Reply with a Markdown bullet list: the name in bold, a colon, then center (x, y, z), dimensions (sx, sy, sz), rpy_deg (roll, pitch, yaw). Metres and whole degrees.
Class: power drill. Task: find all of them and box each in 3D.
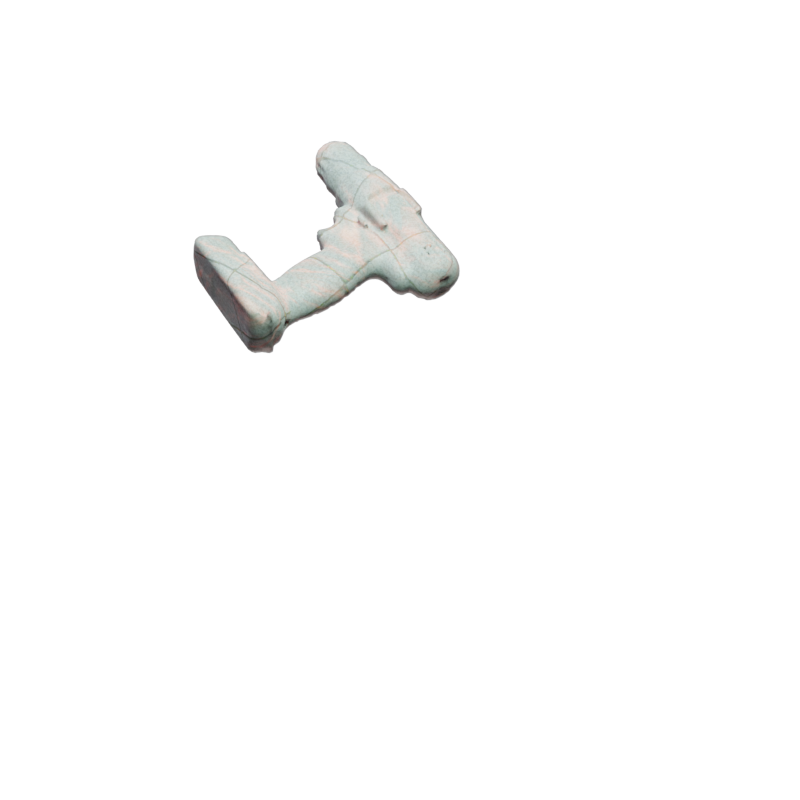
- **power drill**: center (-0.072, -0.130, 0.914), dimensions (0.187, 0.199, 0.053), rpy_deg (-26, -35, -20)
